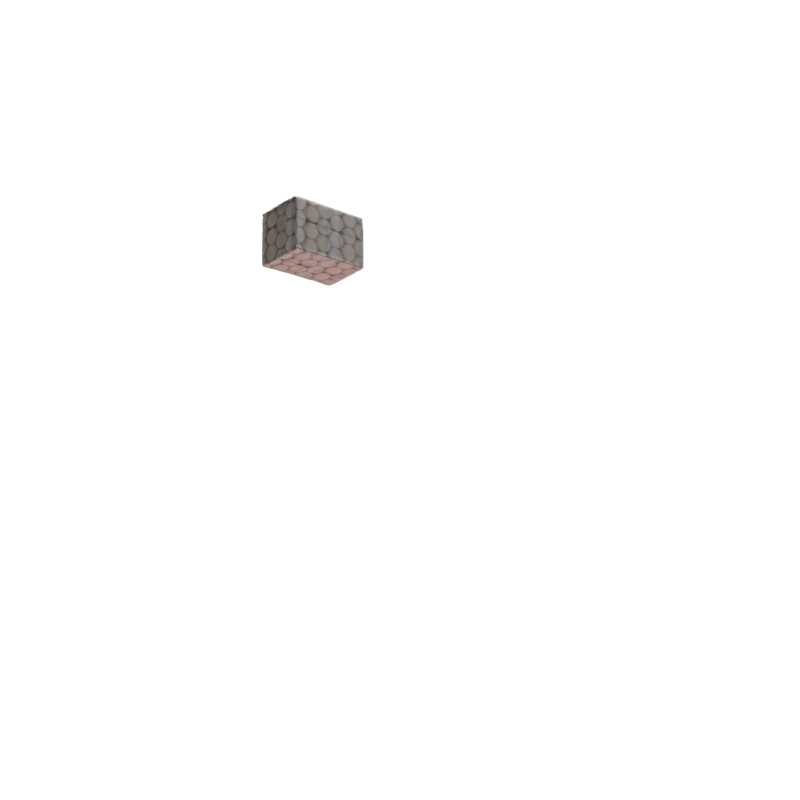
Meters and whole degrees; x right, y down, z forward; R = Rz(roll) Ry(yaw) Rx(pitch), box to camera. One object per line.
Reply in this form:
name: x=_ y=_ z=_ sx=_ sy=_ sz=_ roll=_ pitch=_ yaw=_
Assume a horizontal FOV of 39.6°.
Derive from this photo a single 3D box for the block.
block: x=-0.077 y=-0.141 z=0.989 sx=0.074 sy=0.054 sz=0.053 roll=15 pitch=-26 yaw=-37
